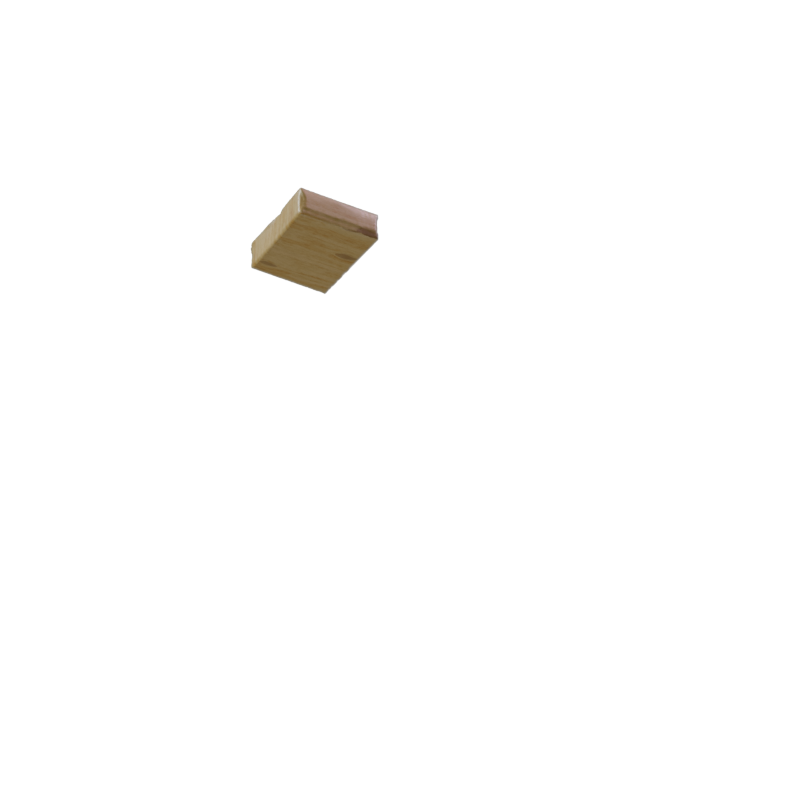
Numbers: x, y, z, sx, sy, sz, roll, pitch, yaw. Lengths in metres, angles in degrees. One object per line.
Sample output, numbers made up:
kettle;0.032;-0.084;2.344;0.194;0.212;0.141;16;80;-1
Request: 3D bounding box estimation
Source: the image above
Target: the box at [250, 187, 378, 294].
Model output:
box;-0.071;-0.130;0.912;0.070;0.032;0.087;18;-36;-27
